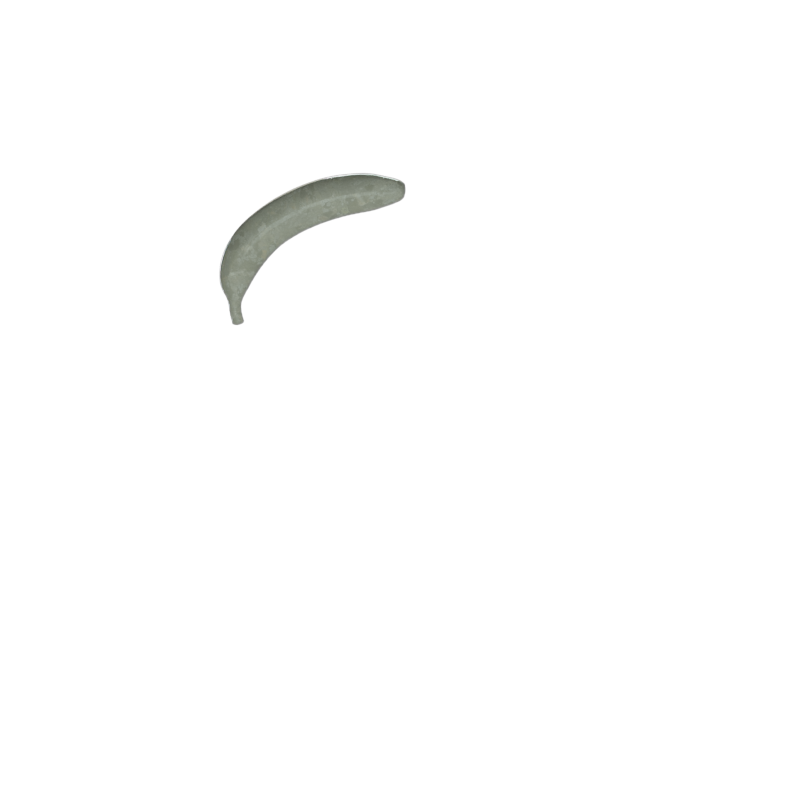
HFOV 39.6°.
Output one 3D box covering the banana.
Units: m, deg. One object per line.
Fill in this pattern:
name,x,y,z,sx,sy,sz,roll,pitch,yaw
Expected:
banana,-0.090,-0.148,0.963,0.196,0.066,0.039,-35,22,16
